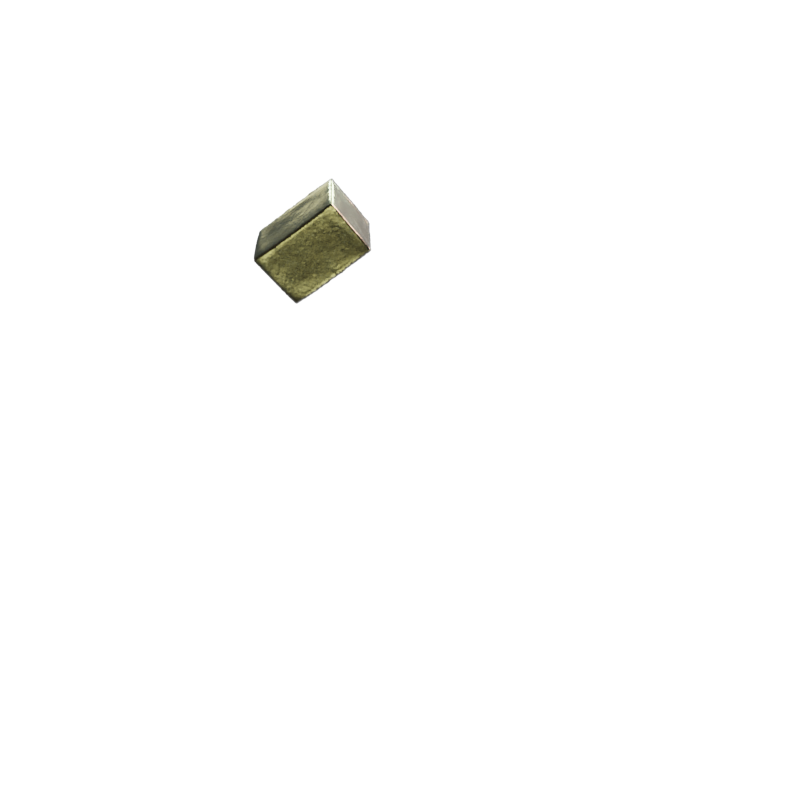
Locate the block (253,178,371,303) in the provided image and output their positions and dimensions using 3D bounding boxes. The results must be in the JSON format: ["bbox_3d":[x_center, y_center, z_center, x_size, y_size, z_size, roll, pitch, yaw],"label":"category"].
[{"bbox_3d":[-0.068,-0.125,0.873,0.078,0.050,0.054,-34,25,16],"label":"block"}]
